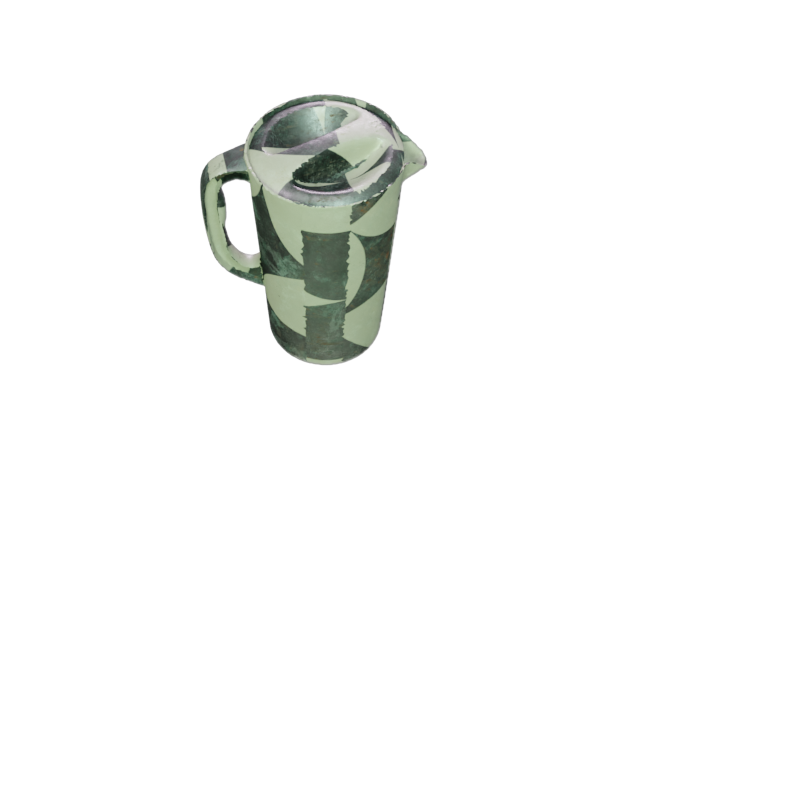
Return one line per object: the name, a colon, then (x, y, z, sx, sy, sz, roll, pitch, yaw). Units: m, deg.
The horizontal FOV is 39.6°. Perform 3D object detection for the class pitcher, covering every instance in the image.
pitcher: (-0.077, -0.141, 0.984, 0.157, 0.227, 0.148, 33, 58, 21)
